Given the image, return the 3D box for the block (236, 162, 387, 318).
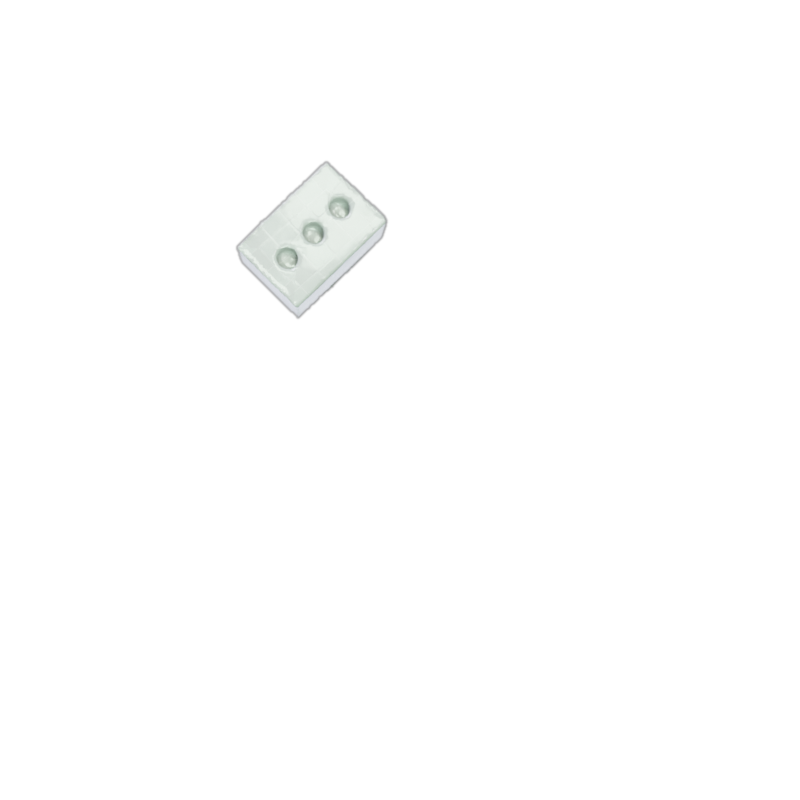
[{"bbox_3d":[-0.053,-0.097,0.678,0.054,0.078,0.050,44,-8,5],"label":"block"}]
